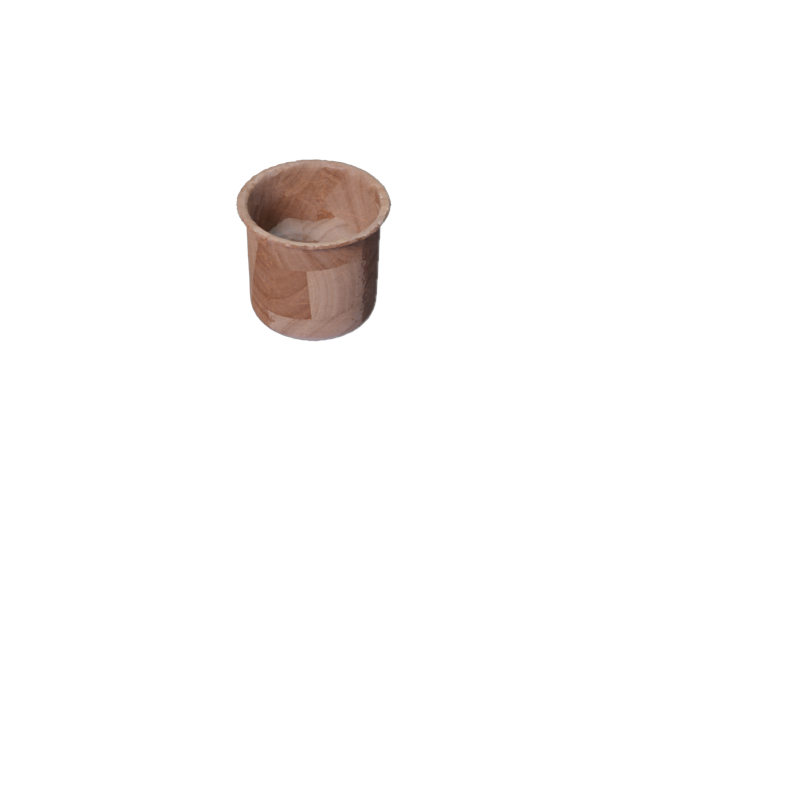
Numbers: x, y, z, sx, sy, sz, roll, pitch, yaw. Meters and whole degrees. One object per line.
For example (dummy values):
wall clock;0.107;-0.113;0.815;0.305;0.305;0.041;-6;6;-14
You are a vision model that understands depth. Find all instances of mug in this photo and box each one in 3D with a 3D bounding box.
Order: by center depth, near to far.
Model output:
mug;-0.055;-0.100;0.701;0.093;0.076;0.126;-1;42;-3
